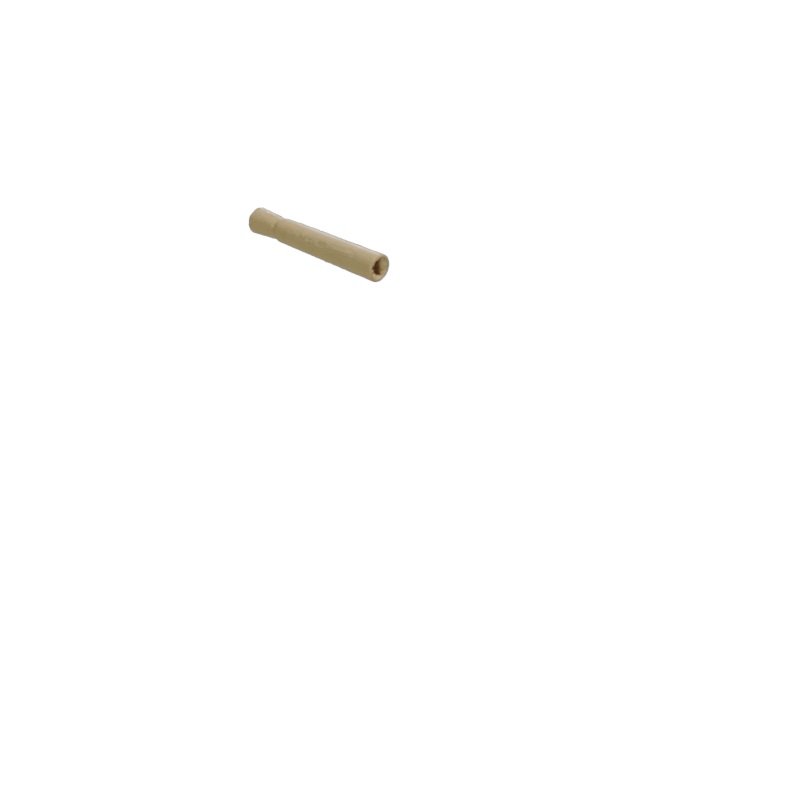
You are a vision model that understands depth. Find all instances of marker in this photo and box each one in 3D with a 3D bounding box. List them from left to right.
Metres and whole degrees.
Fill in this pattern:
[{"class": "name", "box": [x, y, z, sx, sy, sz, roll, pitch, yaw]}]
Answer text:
[{"class": "marker", "box": [-0.058, -0.105, 0.738, 0.129, 0.019, 0.019, 26, 20, 38]}]
